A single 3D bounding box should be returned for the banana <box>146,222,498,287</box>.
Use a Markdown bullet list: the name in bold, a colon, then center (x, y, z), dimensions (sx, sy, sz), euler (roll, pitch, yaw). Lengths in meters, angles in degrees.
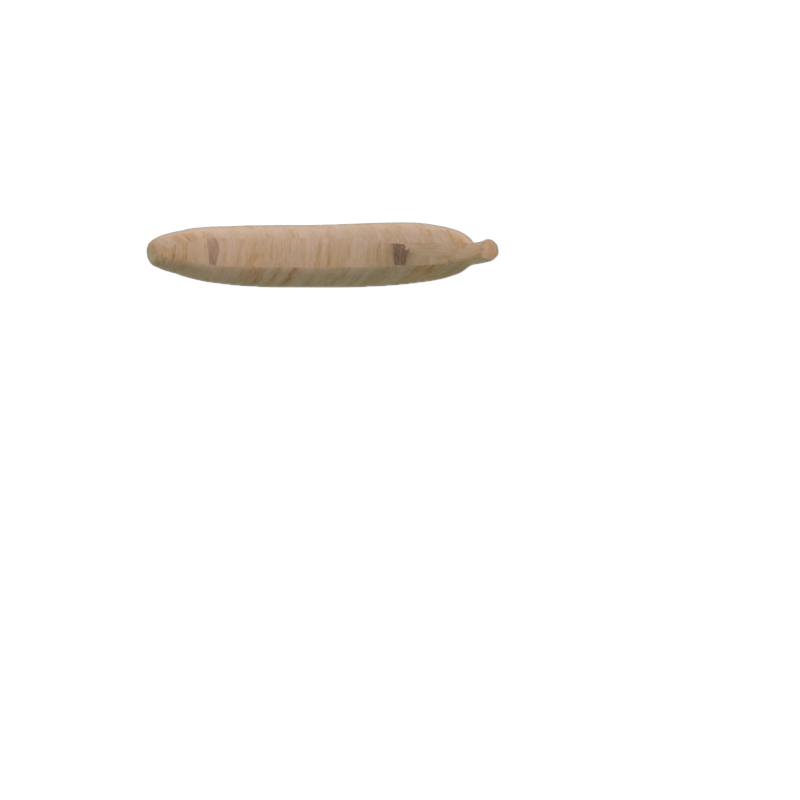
- **banana**: center (-0.044, -0.087, 0.645), dimensions (0.199, 0.038, 0.067), euler (-1, -10, 7)
